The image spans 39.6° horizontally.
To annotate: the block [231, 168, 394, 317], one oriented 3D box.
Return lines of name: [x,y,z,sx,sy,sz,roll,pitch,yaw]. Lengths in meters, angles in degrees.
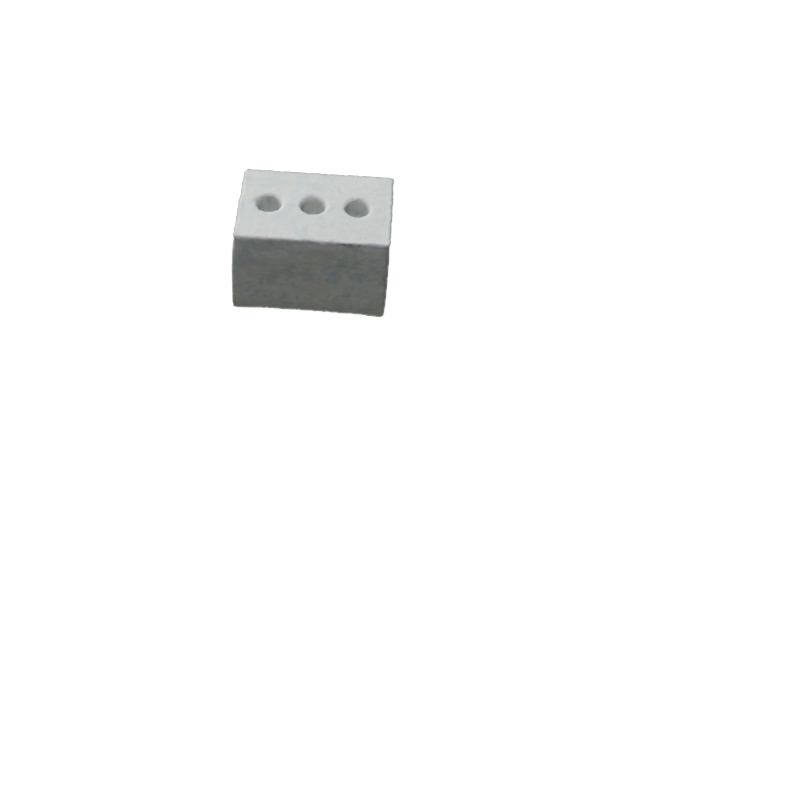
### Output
block: [-0.044,-0.080,0.560,0.078,0.056,0.048,3,-42,2]
